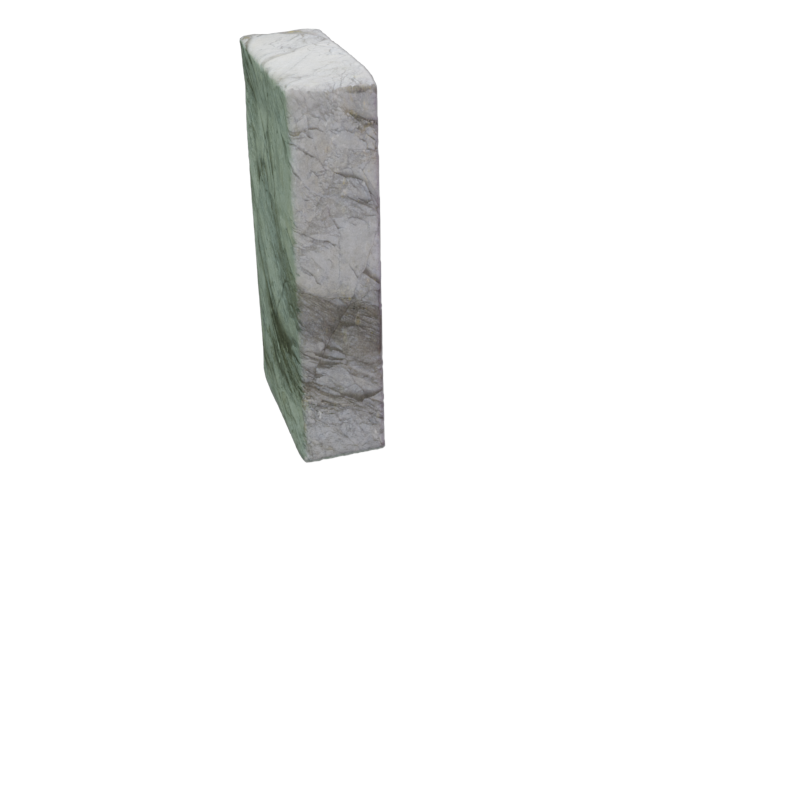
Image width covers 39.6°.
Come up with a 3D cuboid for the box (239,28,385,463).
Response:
[{"bbox_3d":[-0.039,-0.072,0.507,0.047,0.167,0.100,-6,28,-16],"label":"box"}]
